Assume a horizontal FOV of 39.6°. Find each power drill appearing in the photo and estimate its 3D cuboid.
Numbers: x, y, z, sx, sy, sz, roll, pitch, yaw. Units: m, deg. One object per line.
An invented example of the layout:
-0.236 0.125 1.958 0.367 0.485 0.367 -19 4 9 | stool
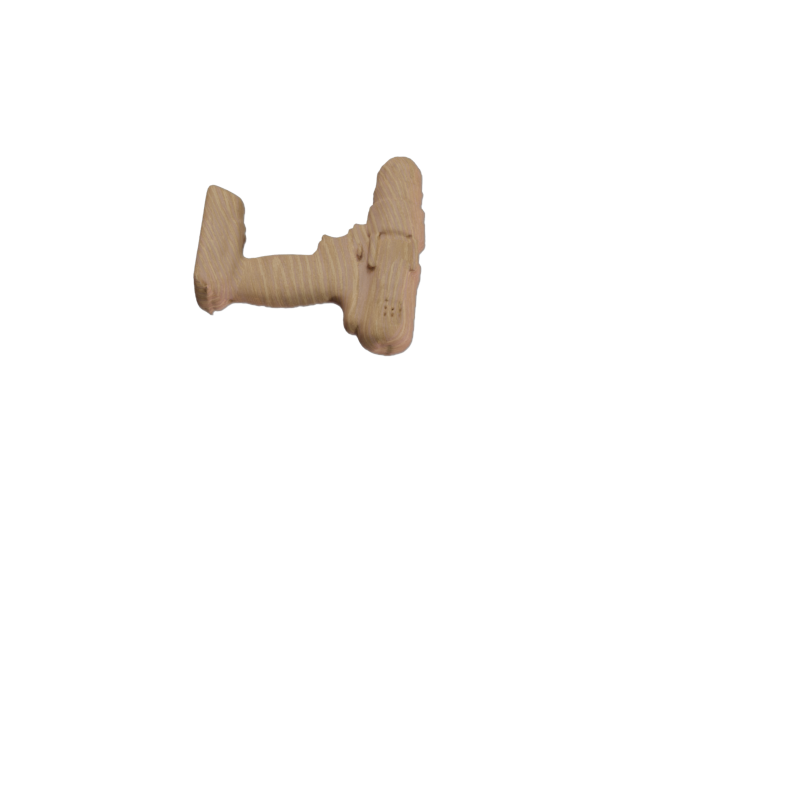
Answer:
-0.073 -0.133 0.931 0.188 0.195 0.054 5 -29 2 | power drill
